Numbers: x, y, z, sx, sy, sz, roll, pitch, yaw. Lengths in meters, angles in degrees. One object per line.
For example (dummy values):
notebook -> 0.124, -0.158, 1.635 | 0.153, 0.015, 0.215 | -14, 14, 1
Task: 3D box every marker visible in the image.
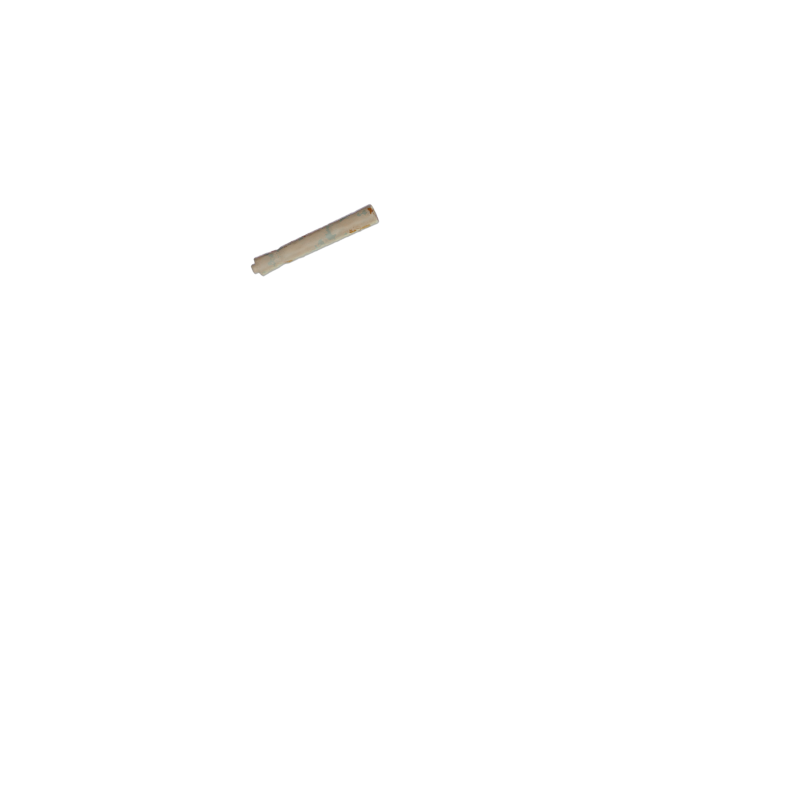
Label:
marker -> -0.077, -0.140, 0.983 | 0.121, 0.020, 0.020 | -24, 0, 10
